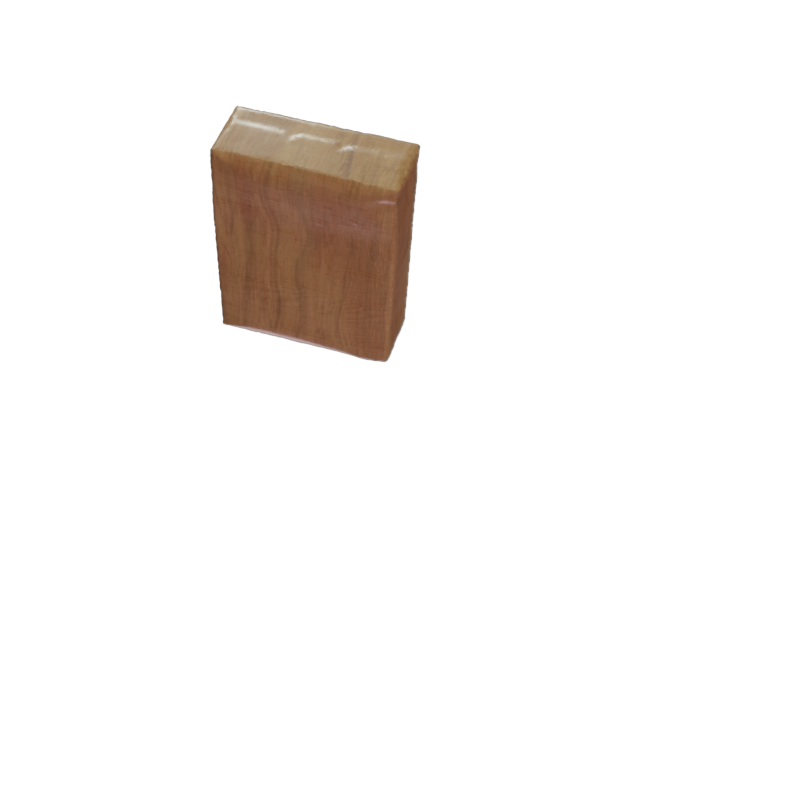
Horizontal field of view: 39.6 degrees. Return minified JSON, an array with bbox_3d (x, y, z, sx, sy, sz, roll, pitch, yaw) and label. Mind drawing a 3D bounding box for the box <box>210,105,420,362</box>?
[{"bbox_3d":[-0.076,-0.138,0.969,0.168,0.075,0.199,15,-41,11],"label":"box"}]
